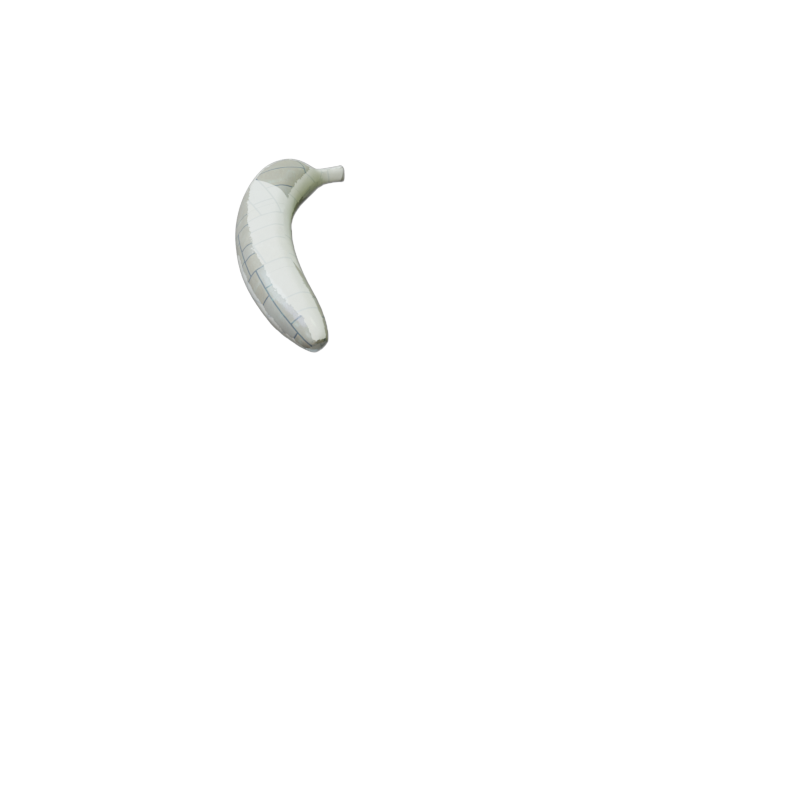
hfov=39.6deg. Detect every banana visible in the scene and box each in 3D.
[{"bbox_3d":[-0.075,-0.108,0.733,0.070,0.034,0.211,1,43,1],"label":"banana"}]
